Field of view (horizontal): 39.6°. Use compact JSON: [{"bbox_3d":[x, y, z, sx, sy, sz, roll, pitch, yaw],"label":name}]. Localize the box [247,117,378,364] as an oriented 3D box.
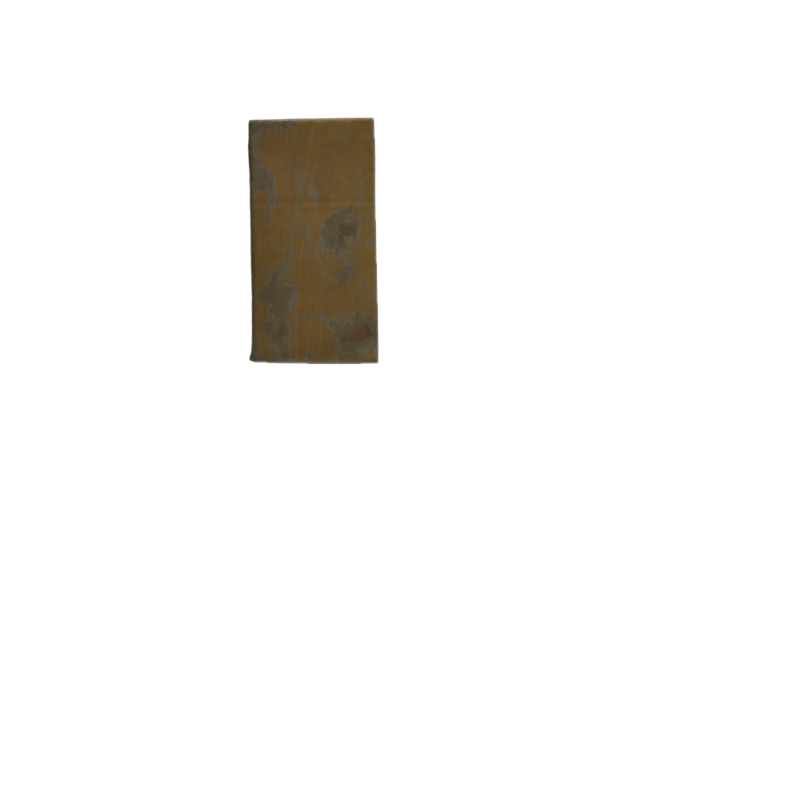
[{"bbox_3d":[-0.063,-0.115,0.806,0.093,0.178,0.047,0,-5,1],"label":"box"}]
